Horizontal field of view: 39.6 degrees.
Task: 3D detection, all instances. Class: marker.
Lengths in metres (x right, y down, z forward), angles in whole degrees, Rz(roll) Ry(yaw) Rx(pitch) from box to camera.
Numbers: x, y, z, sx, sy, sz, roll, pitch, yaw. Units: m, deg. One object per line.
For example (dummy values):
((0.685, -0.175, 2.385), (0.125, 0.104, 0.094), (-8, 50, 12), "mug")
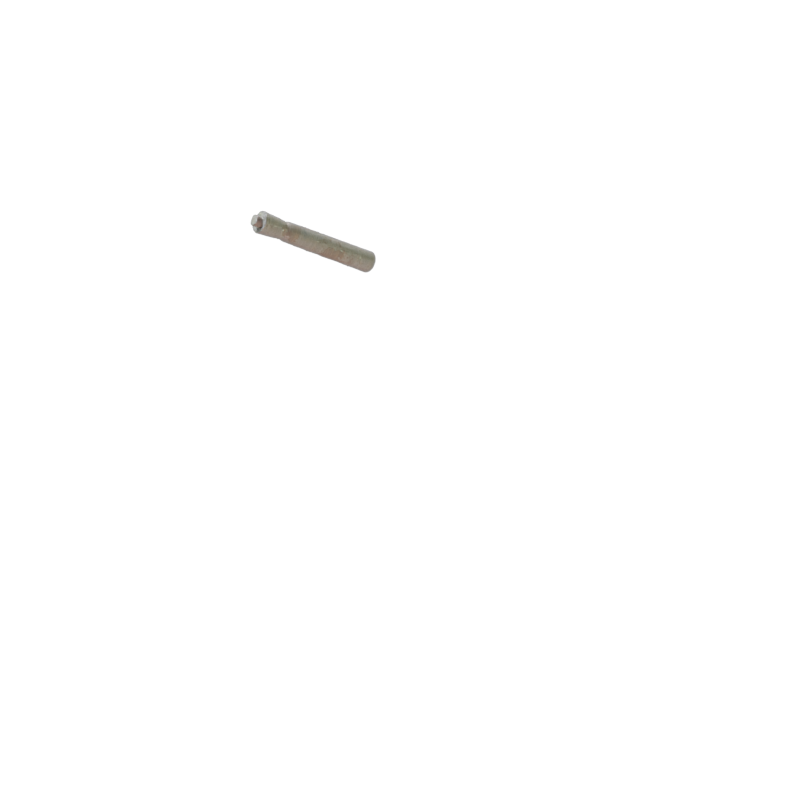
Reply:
((-0.071, -0.130, 0.913), (0.114, 0.020, 0.021), (16, -6, -35), "marker")
